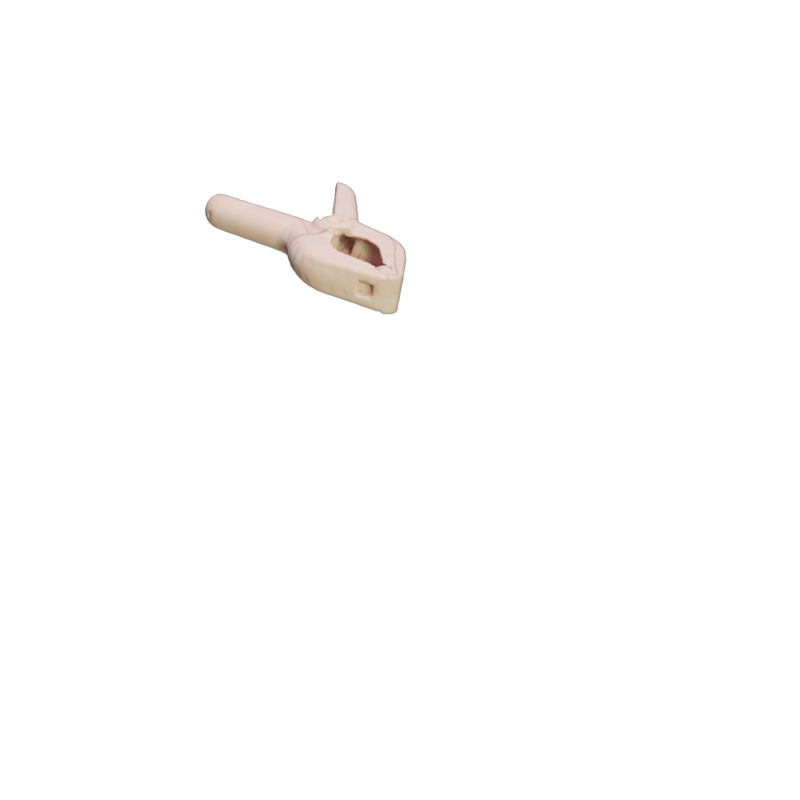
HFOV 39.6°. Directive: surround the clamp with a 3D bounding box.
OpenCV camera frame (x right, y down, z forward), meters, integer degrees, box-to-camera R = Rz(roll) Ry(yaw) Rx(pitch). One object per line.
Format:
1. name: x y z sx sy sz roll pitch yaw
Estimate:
1. clamp: -0.060 -0.109 0.762 0.118 0.037 0.184 -12 32 -20
